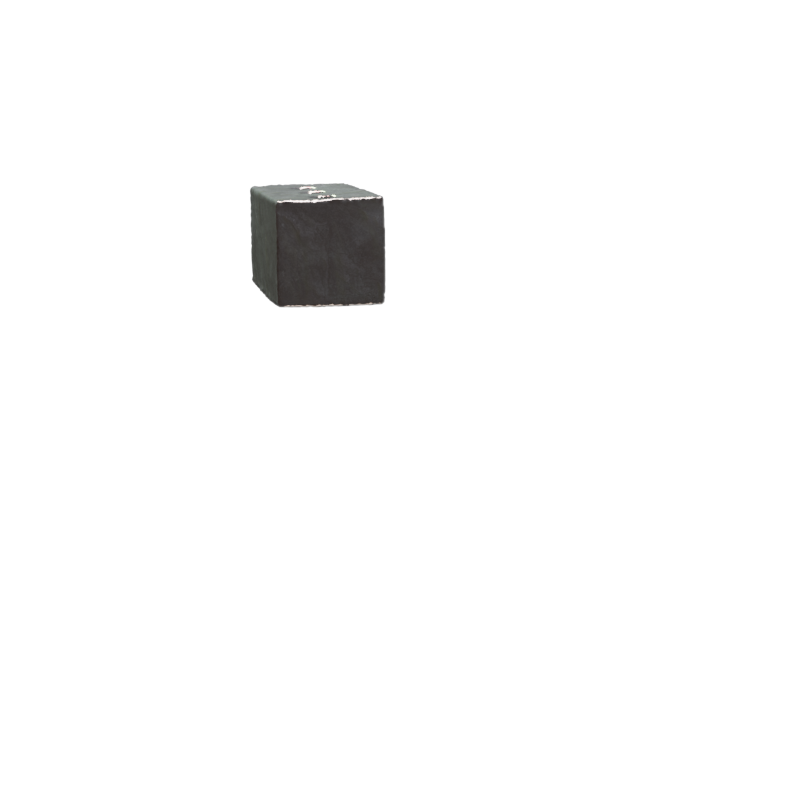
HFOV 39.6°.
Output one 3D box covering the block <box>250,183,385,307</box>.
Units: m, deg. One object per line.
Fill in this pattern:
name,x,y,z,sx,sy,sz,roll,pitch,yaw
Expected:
block,-0.043,-0.078,0.548,0.052,0.050,0.081,-3,14,-16
